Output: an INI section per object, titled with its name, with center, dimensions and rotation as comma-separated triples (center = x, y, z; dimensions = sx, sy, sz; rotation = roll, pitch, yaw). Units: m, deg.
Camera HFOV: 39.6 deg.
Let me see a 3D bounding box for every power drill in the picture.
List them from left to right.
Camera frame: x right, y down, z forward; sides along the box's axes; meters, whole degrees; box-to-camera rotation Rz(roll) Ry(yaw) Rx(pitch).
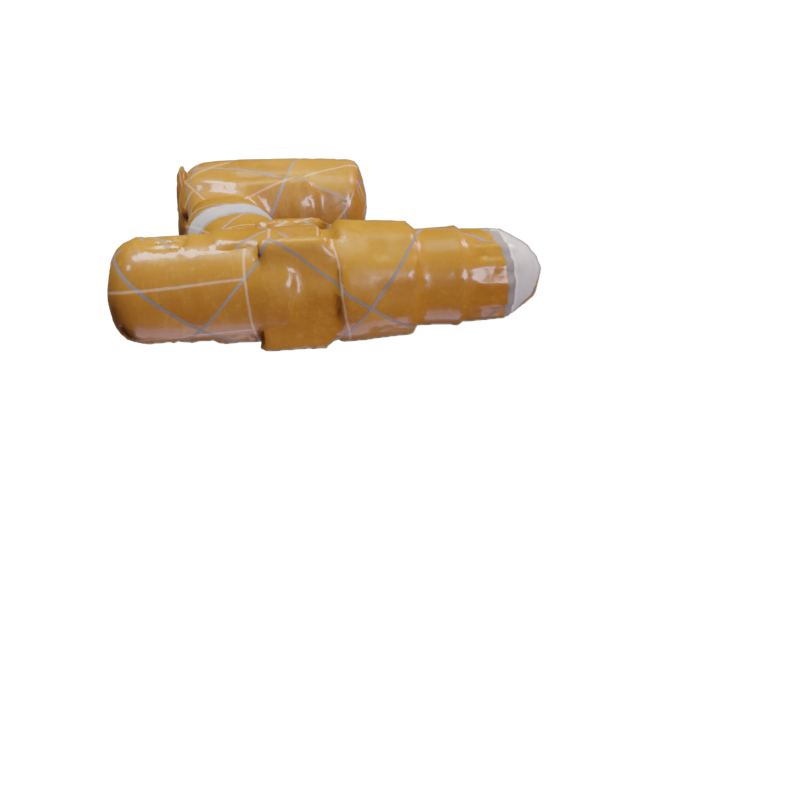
[power drill]
center = -0.042, -0.077, 0.541
dimensions = 0.183, 0.055, 0.196
rotation = -2, 20, -6
